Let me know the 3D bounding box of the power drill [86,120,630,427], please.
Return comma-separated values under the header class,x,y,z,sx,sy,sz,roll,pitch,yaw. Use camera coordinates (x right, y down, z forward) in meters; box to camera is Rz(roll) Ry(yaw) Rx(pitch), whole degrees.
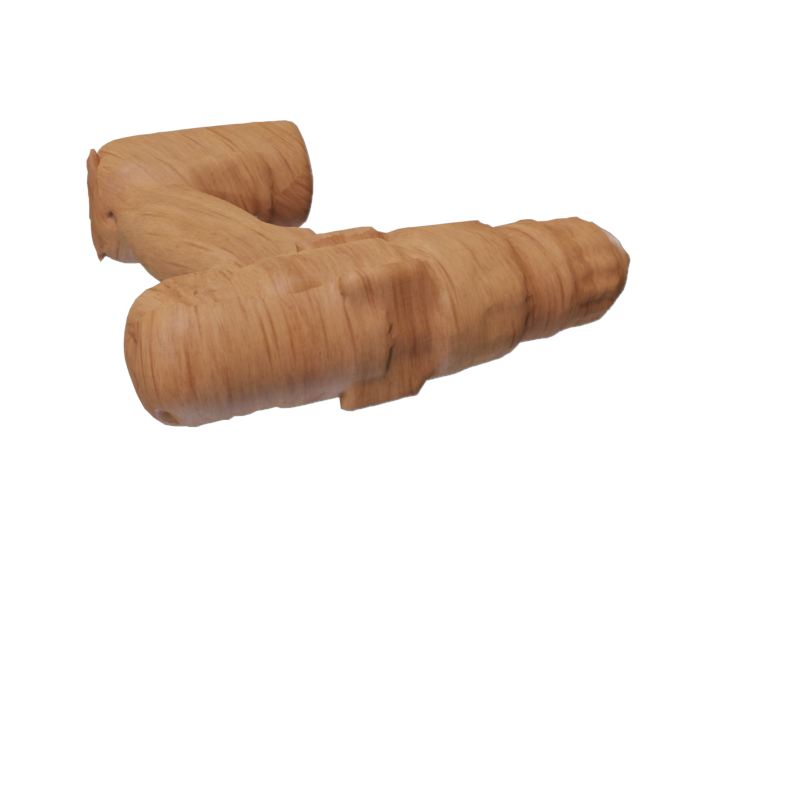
class,x,y,z,sx,sy,sz,roll,pitch,yaw
power drill,-0.034,-0.062,0.432,0.181,0.055,0.201,-12,28,-24
